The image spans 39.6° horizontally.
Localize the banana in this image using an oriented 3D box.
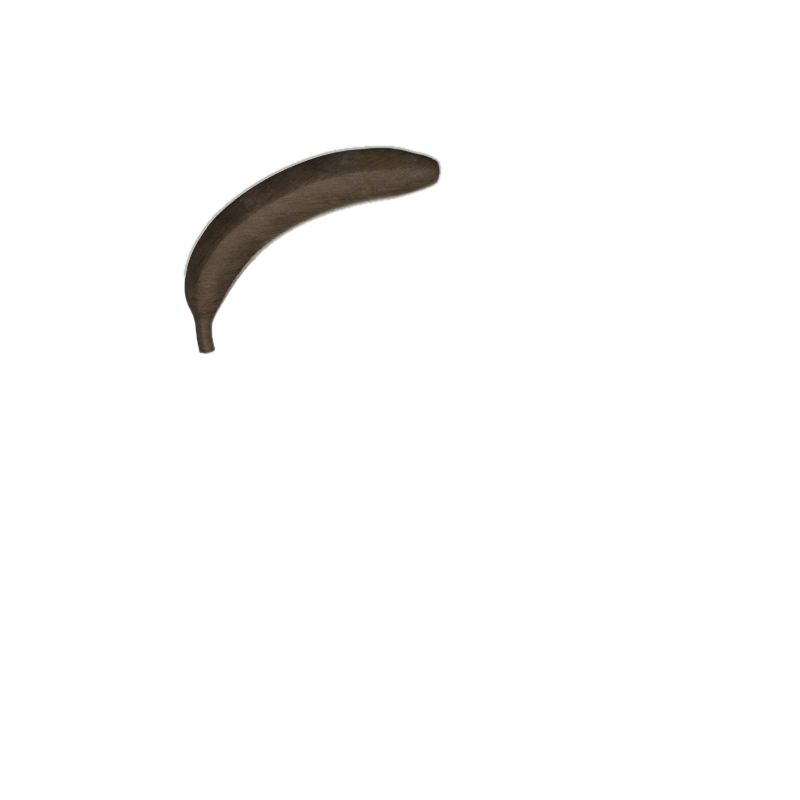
[{"bbox_3d":[-0.070,-0.113,0.713,0.197,0.067,0.038,-36,16,10],"label":"banana"}]
